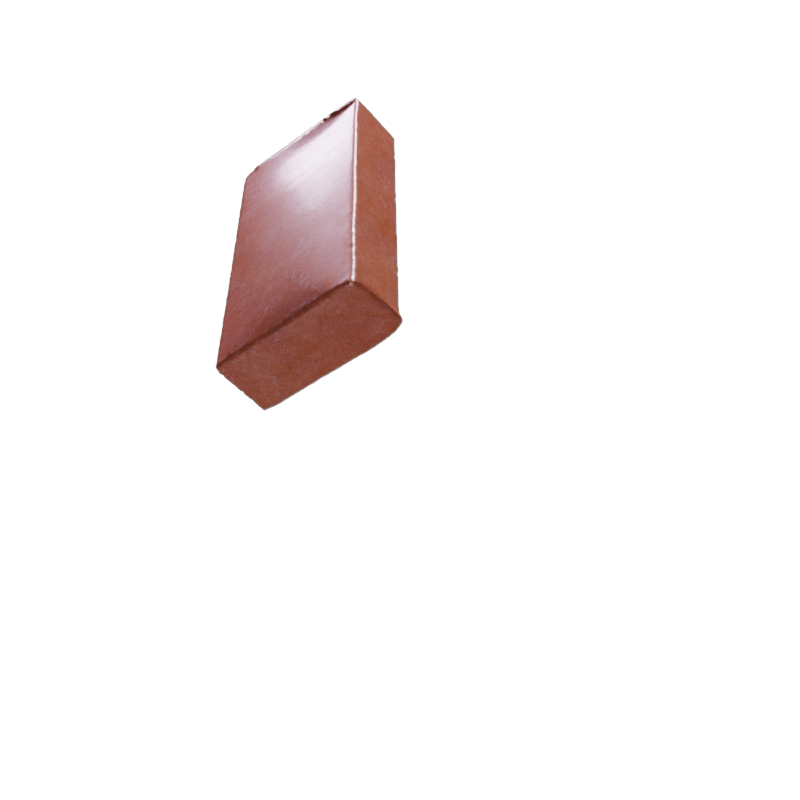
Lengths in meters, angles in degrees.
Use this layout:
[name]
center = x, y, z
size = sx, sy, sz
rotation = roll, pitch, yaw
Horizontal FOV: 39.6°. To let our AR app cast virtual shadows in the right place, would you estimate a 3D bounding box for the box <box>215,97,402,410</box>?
[box]
center = -0.048, -0.087, 0.612
size = 0.093, 0.189, 0.045
rotation = -31, -52, 23
